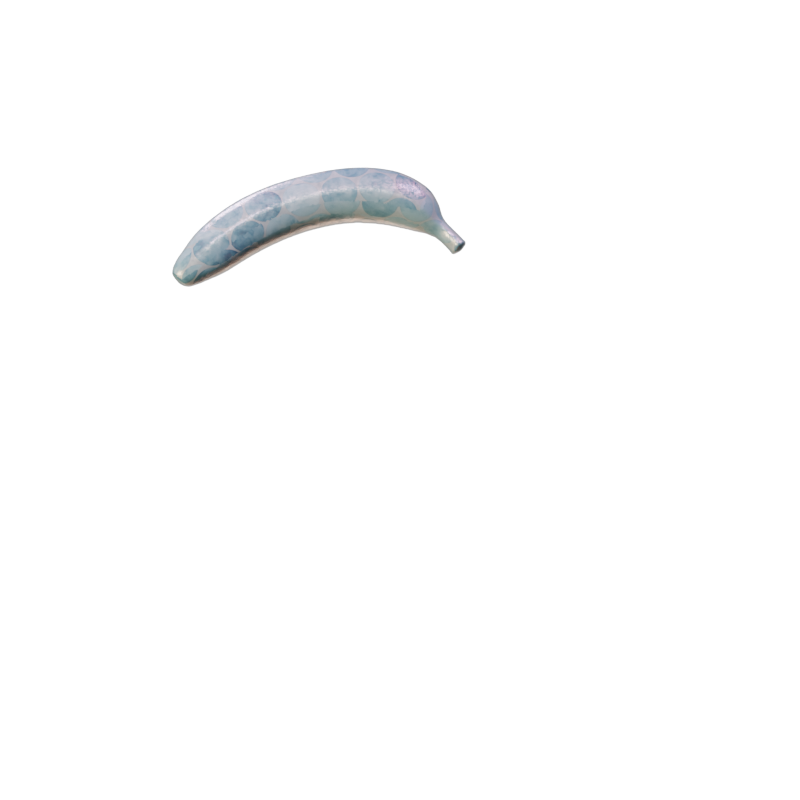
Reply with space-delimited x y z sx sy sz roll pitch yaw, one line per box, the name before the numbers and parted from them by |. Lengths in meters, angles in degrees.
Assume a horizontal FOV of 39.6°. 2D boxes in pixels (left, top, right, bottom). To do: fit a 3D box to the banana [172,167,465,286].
banana | -0.058 -0.122 0.750 0.196 0.075 0.034 -9 -33 -6
